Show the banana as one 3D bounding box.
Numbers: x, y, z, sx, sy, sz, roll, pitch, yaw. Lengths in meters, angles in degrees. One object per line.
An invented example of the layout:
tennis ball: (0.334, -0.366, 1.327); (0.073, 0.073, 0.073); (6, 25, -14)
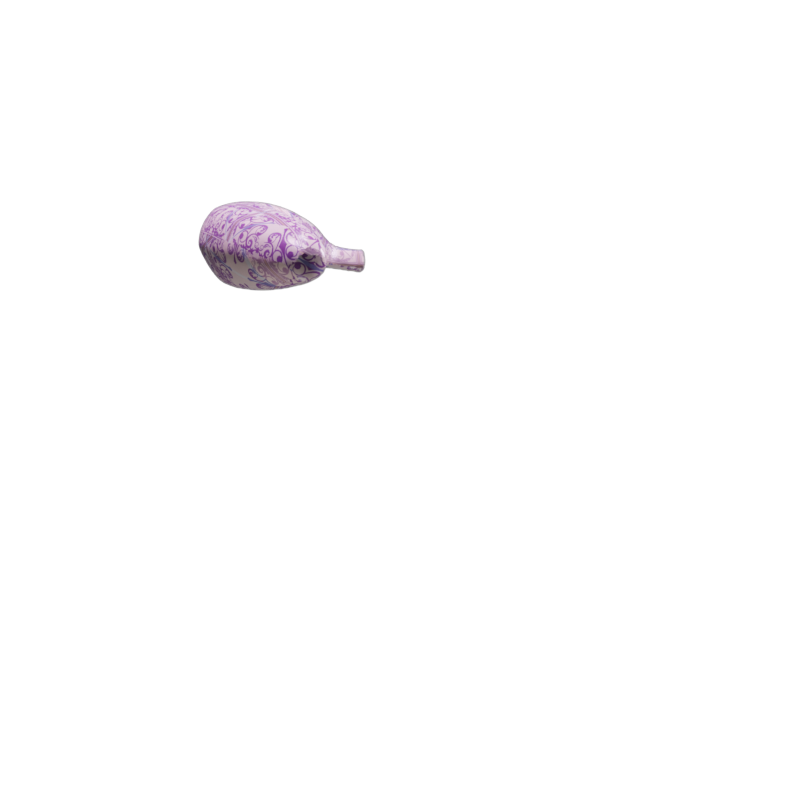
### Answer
banana: (-0.057, -0.072, 0.503); (0.070, 0.036, 0.199); (1, 9, 4)
